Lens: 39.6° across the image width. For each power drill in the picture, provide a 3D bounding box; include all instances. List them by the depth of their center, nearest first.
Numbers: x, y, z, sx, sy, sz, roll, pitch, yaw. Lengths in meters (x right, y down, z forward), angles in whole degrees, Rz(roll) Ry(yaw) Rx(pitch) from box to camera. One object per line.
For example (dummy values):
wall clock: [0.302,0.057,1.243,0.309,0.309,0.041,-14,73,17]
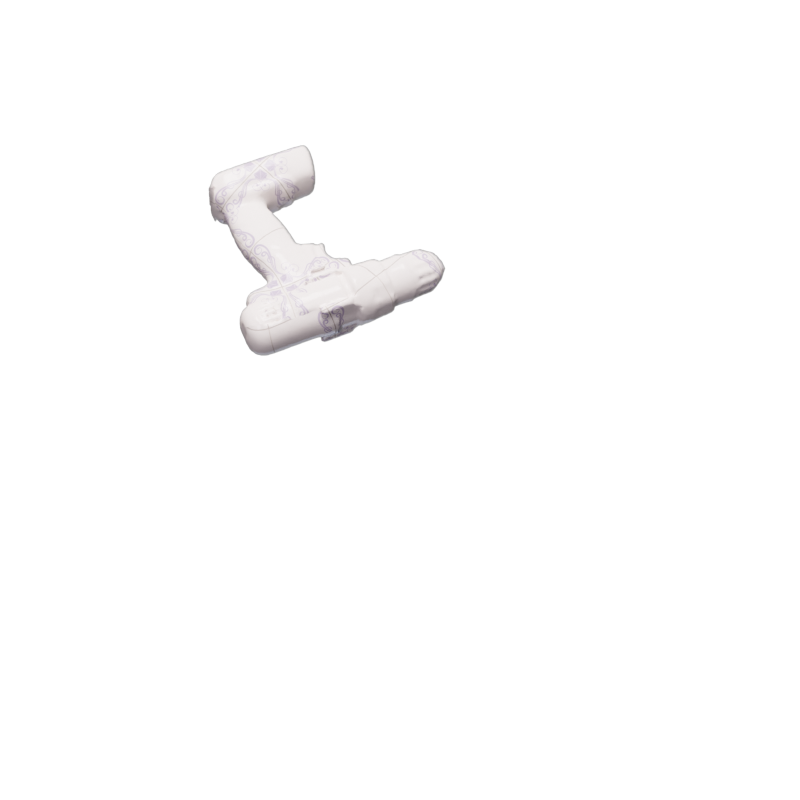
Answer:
power drill: [-0.077,-0.140,0.984,0.183,0.202,0.053,-20,-34,-15]
